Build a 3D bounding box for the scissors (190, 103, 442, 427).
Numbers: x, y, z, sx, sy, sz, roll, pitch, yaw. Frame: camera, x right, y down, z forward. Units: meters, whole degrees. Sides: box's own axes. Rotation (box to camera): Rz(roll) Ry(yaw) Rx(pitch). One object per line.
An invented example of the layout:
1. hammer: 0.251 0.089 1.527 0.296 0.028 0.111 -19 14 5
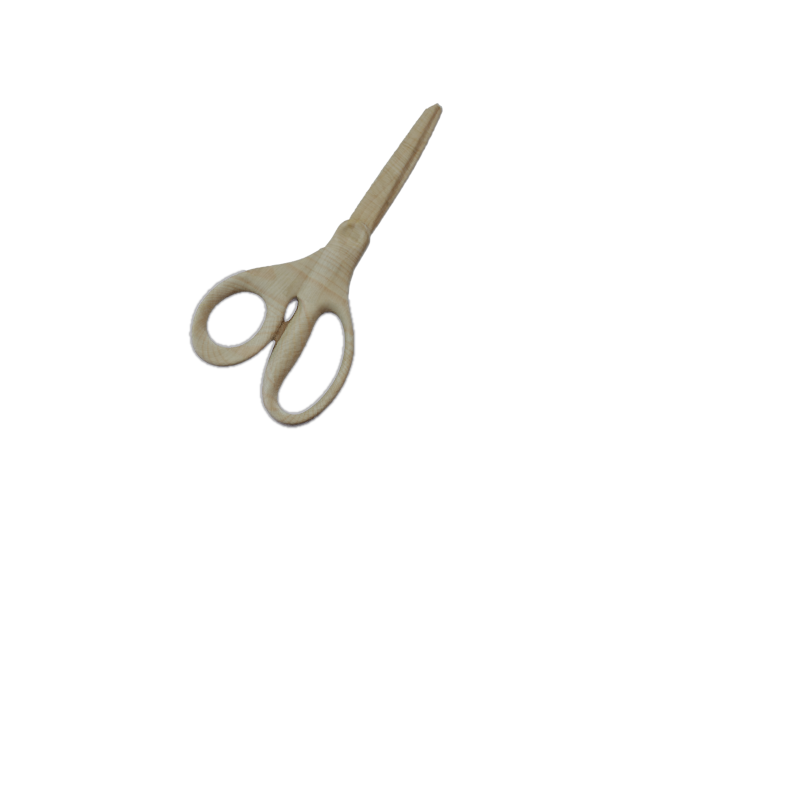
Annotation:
1. scissors: -0.047 -0.086 0.602 0.097 0.209 0.015 14 -20 5
